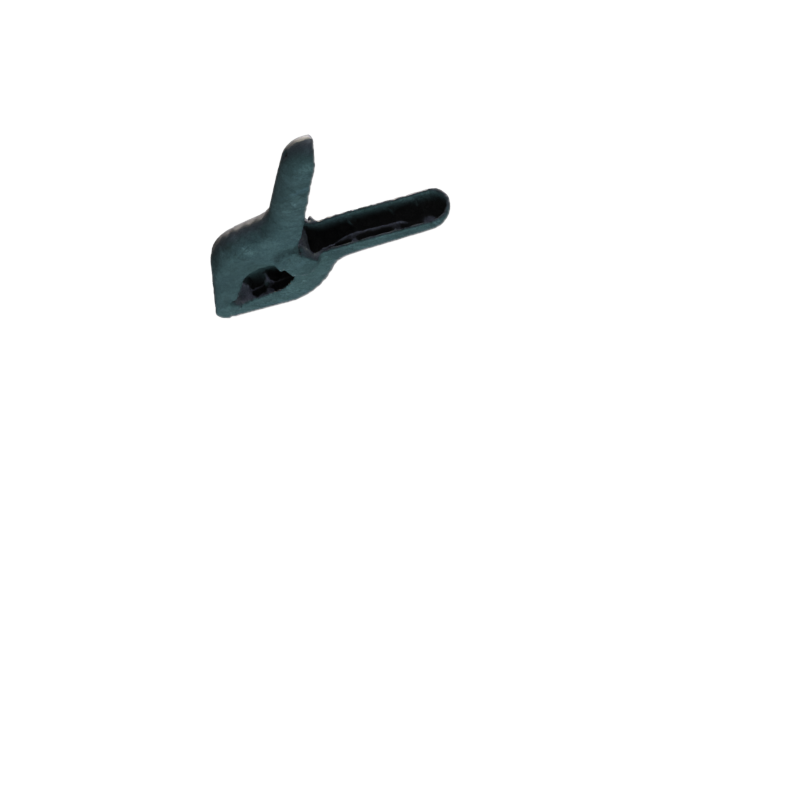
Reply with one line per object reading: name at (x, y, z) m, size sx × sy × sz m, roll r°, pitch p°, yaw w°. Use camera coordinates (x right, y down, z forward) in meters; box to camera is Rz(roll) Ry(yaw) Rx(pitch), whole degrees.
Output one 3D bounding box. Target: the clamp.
clamp at (-0.054, -0.099, 0.693) m, size 0.114 × 0.042 × 0.169 m, roll 17°, pitch -32°, yaw -29°
